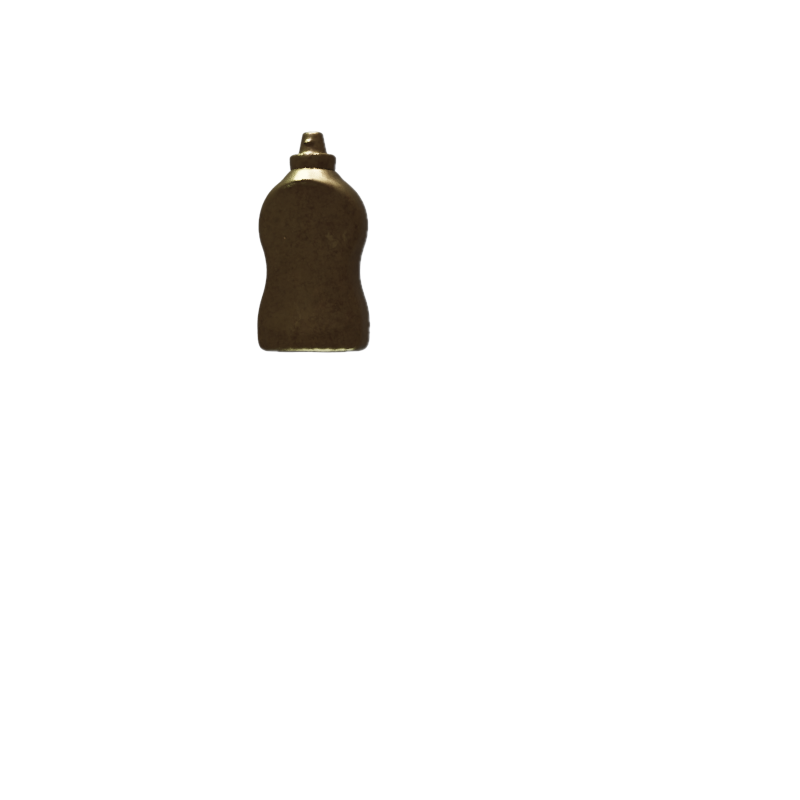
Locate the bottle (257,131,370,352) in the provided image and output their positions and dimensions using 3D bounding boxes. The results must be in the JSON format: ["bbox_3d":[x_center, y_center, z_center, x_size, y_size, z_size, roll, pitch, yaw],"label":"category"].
[{"bbox_3d":[-0.076,-0.138,0.969,0.098,0.194,0.056,-1,-4,20],"label":"bottle"}]
